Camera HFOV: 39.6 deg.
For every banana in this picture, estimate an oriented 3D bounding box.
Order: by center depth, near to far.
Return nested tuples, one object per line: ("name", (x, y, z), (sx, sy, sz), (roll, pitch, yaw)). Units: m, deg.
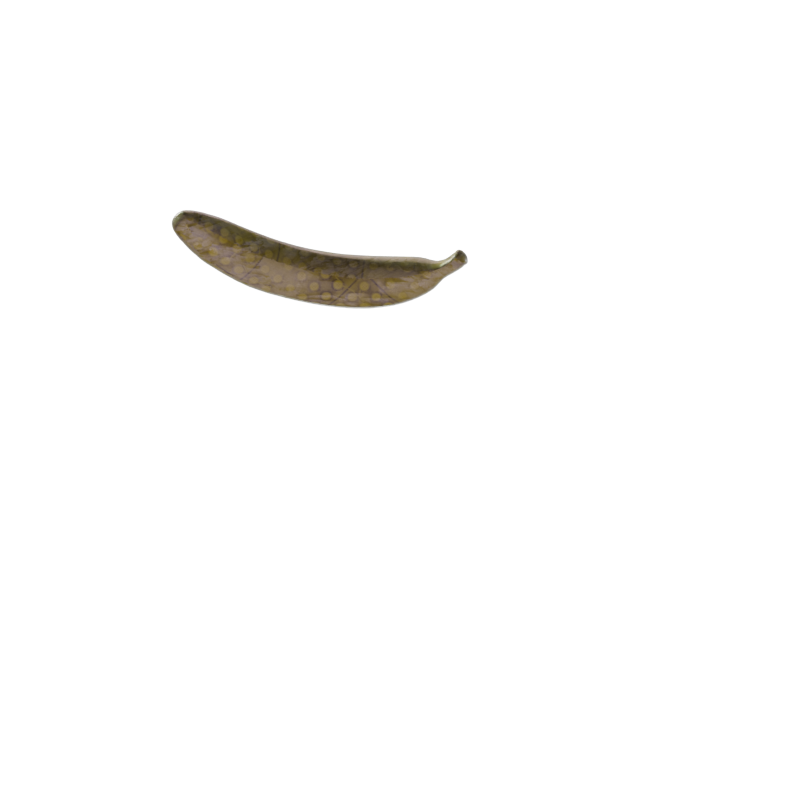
("banana", (-0.058, -0.095, 0.759), (0.196, 0.039, 0.065), (6, -44, -6))
